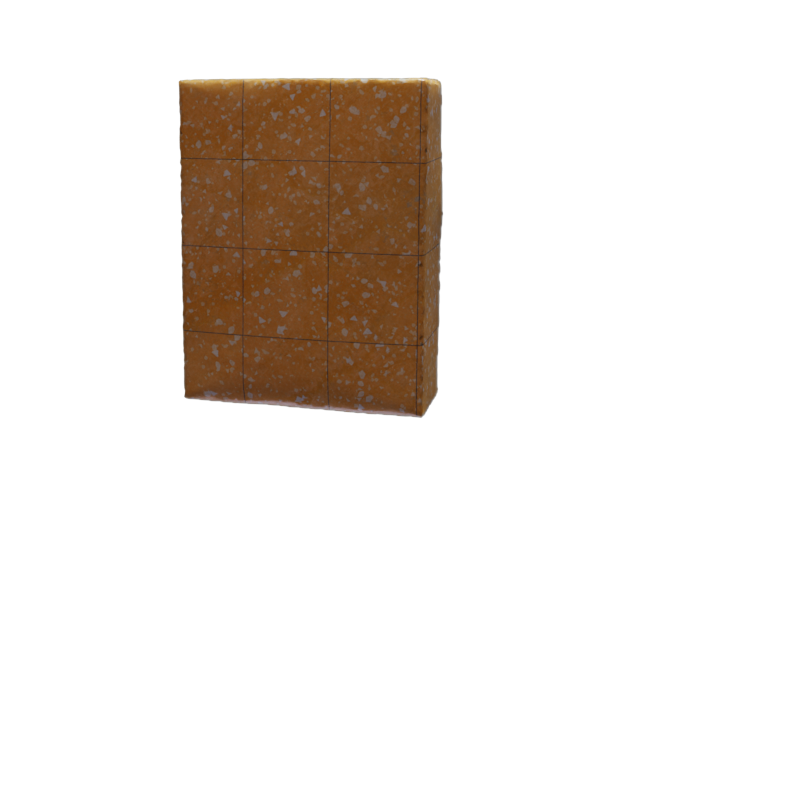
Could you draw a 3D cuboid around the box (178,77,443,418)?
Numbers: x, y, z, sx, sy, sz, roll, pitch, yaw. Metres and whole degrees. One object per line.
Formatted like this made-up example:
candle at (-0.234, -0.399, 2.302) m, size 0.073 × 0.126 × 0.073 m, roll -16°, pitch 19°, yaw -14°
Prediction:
box at (-0.057, -0.105, 0.733) m, size 0.167 × 0.210 × 0.072 m, roll 3°, pitch 9°, yaw 14°
